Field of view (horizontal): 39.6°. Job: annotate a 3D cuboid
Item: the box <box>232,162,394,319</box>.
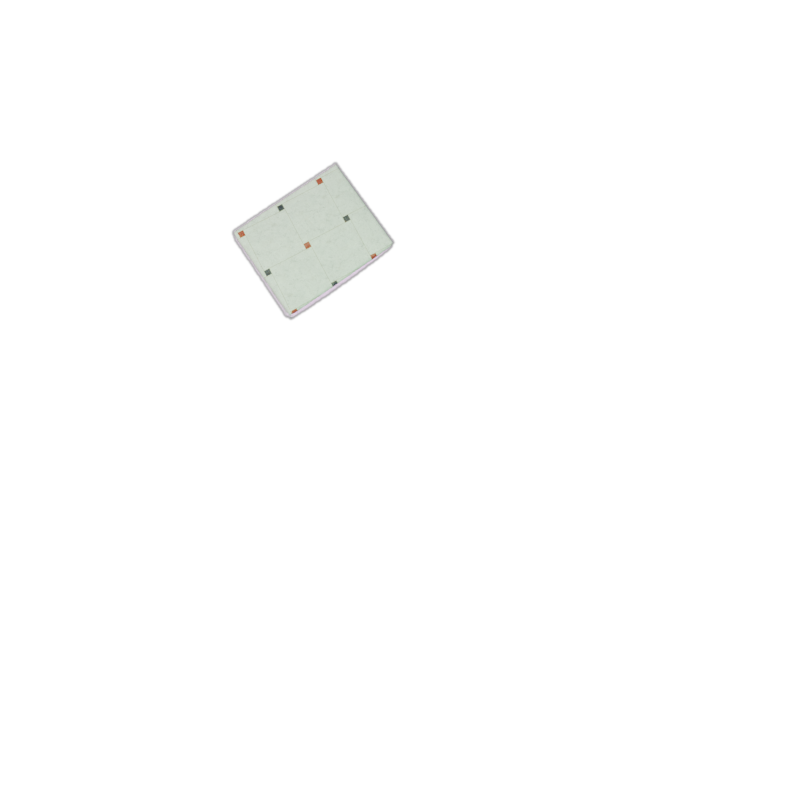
[{"bbox_3d":[-0.076,-0.139,0.973,0.114,0.092,0.038,-35,-9,-7],"label":"box"}]
